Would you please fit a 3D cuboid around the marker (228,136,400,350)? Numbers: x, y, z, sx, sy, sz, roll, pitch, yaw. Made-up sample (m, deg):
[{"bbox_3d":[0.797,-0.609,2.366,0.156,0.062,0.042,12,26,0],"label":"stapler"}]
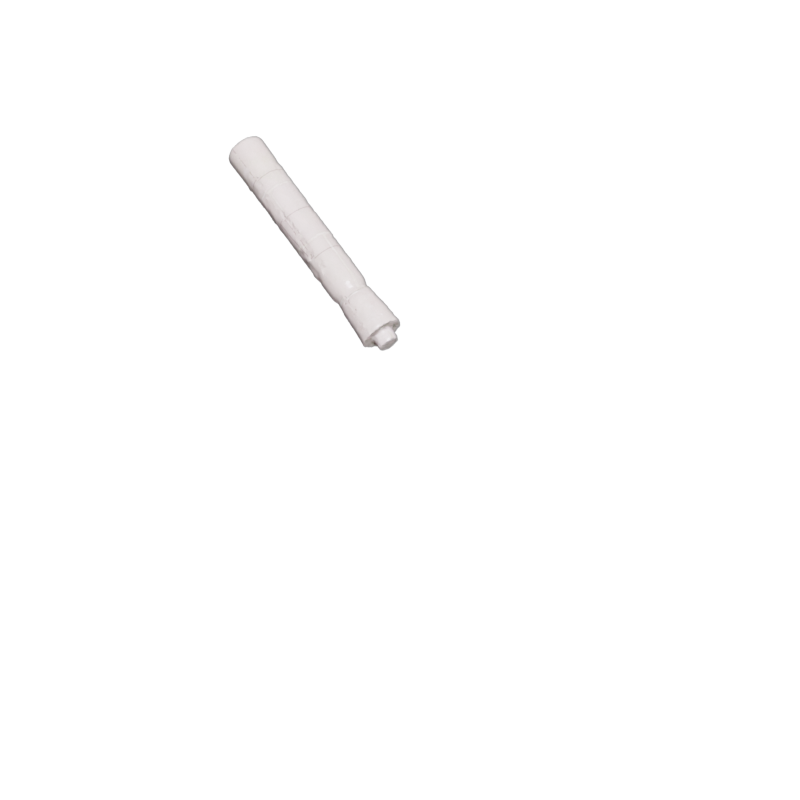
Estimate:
[{"bbox_3d":[-0.039,-0.071,0.497,0.020,0.129,0.019,-29,-25,-16],"label":"marker"}]
